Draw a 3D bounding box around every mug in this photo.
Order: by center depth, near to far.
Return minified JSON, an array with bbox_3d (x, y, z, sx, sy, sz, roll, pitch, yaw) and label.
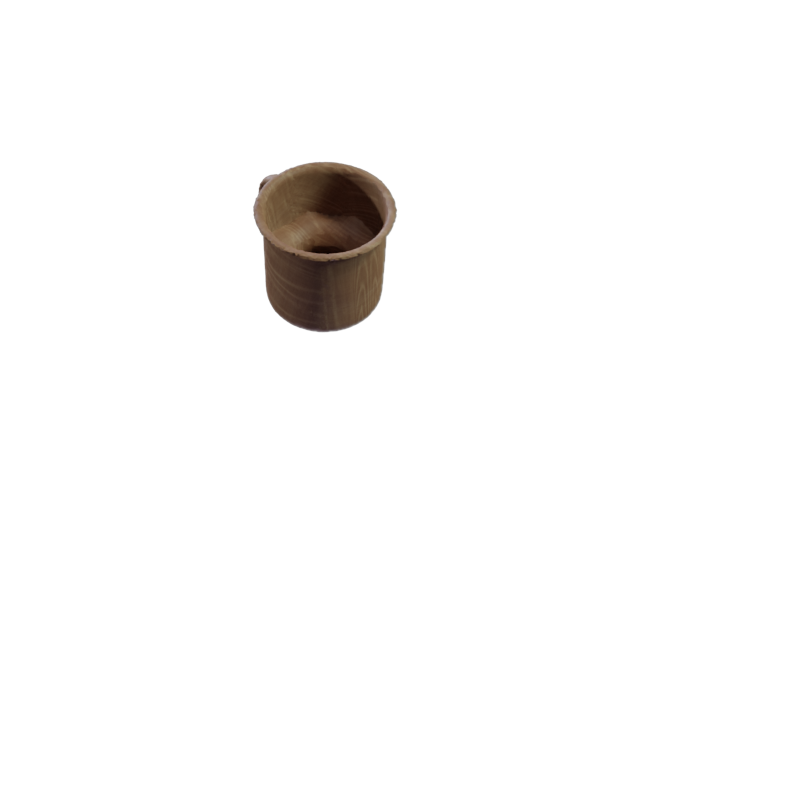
[{"bbox_3d":[-0.059,-0.108,0.754,0.093,0.076,0.125,-32,57,-26],"label":"mug"}]
